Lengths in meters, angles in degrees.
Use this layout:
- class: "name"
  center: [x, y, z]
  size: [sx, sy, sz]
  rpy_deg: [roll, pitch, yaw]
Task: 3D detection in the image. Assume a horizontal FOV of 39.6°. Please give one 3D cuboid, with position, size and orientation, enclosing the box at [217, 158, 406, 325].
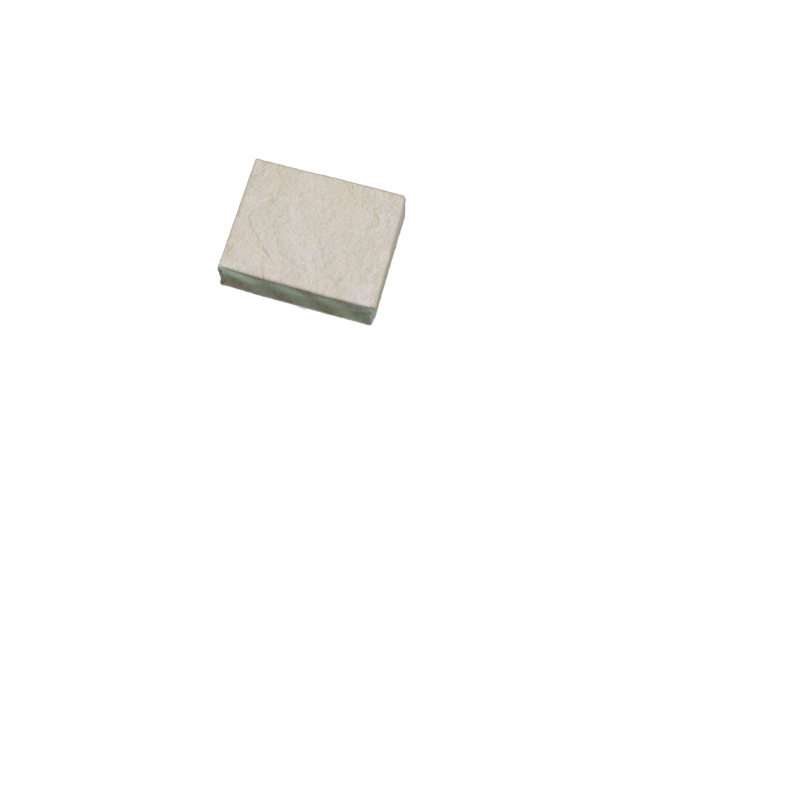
- class: "box"
  center: [-0.061, -0.111, 0.773]
  size: [0.115, 0.094, 0.037]
  rpy_deg: [13, -26, 6]
